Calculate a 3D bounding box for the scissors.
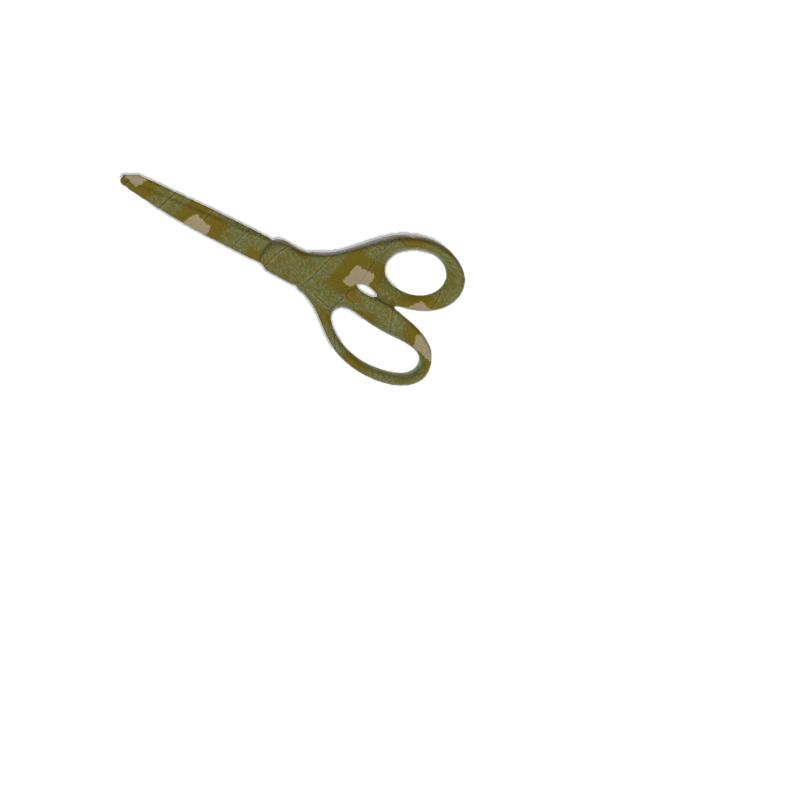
[{"bbox_3d":[-0.048,-0.087,0.612,0.196,0.095,0.016,42,13,-12],"label":"scissors"}]
